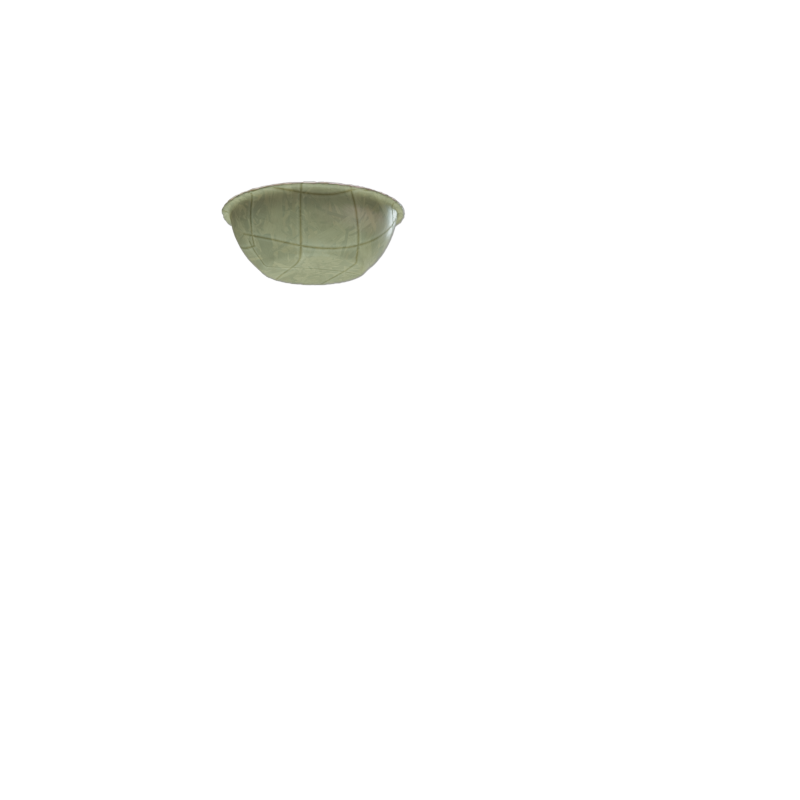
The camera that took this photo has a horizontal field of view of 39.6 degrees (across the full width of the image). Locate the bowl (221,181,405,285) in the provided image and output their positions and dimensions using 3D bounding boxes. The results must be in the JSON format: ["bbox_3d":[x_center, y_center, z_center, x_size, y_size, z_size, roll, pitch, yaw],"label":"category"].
[{"bbox_3d":[-0.076,-0.138,0.970,0.162,0.057,0.157,0,-11,-2],"label":"bowl"}]
